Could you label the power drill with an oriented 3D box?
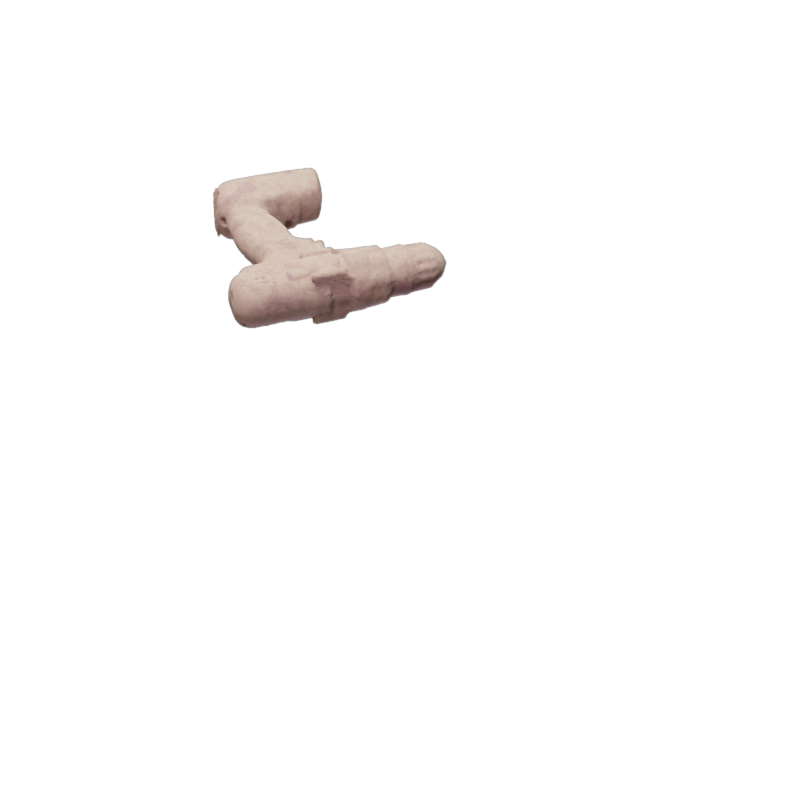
[{"bbox_3d":[-0.075,-0.137,0.963,0.182,0.054,0.203,-12,36,-17],"label":"power drill"}]
